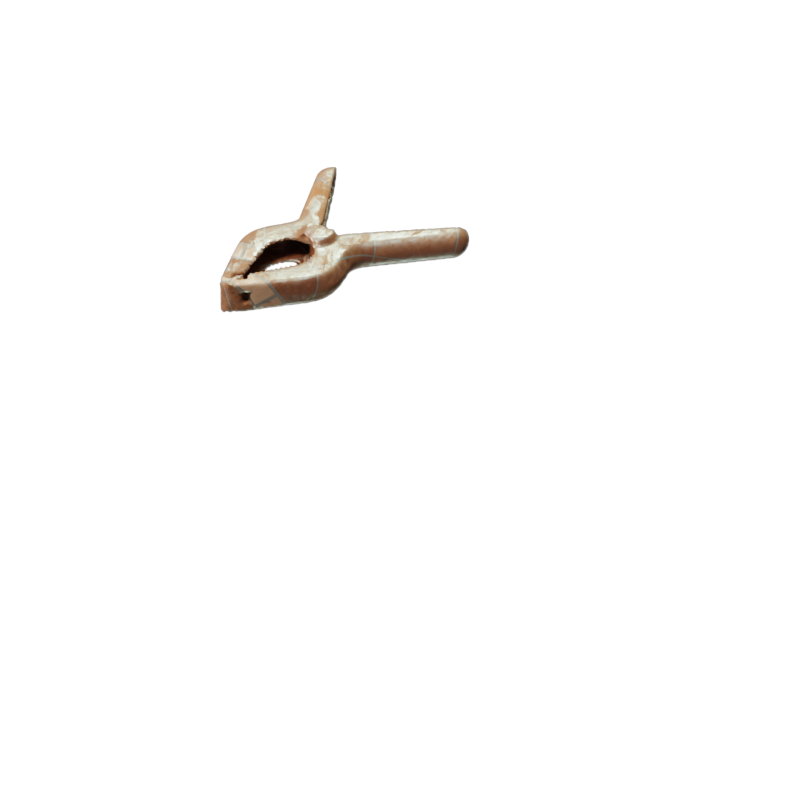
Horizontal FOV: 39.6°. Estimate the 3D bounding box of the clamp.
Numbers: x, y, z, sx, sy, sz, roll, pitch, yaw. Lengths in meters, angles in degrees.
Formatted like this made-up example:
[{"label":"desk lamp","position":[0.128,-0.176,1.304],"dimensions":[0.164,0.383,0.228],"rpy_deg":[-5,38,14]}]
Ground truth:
[{"label":"clamp","position":[-0.071,-0.130,0.913],"dimensions":[0.209,0.034,0.177],"rpy_deg":[-27,45,-31]}]
